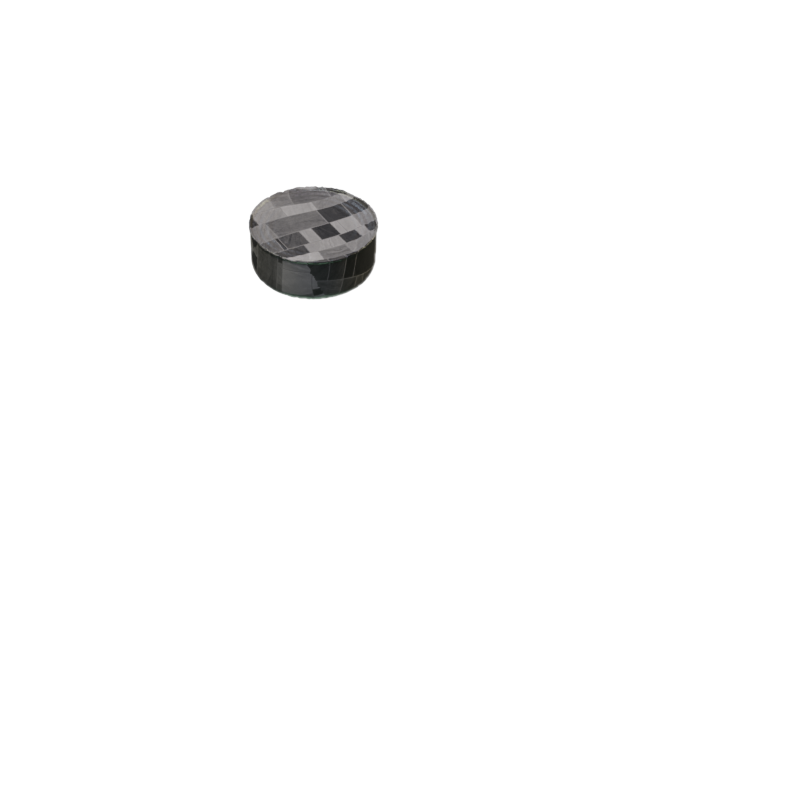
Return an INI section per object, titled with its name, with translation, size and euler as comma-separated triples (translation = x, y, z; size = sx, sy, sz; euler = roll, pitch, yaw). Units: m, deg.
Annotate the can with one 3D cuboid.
[can]
translation = -0.058, -0.106, 0.744
size = 0.086, 0.031, 0.092
euler = -1, 42, -2
